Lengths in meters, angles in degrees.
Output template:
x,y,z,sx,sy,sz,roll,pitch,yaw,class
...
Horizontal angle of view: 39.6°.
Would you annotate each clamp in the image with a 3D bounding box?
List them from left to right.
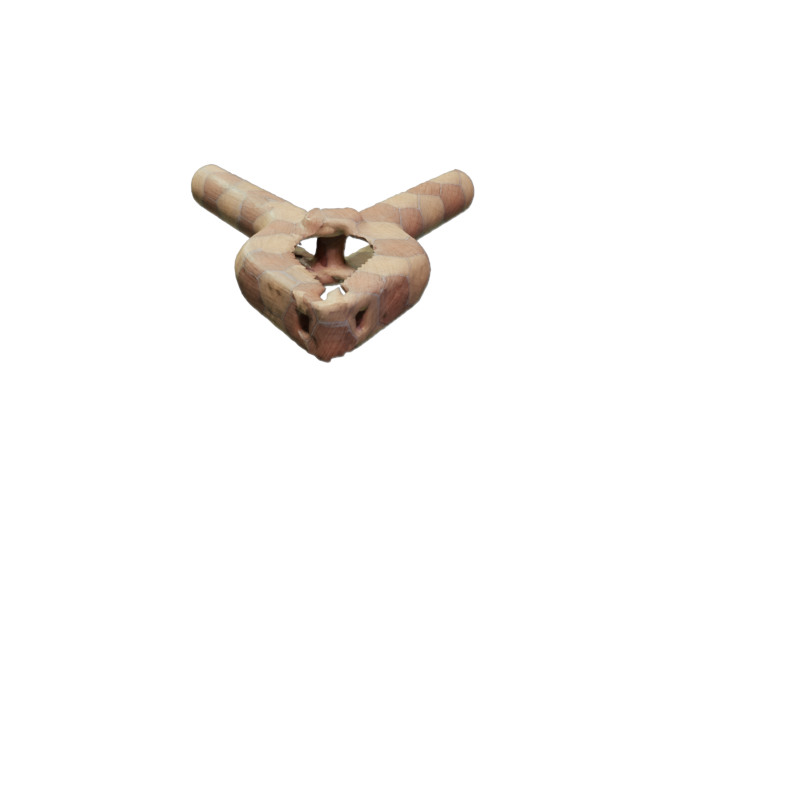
x,y,z,sx,sy,sz,roll,pitch,yaw,class
-0.045,-0.082,0.573,0.166,0.034,0.220,3,28,4,clamp
